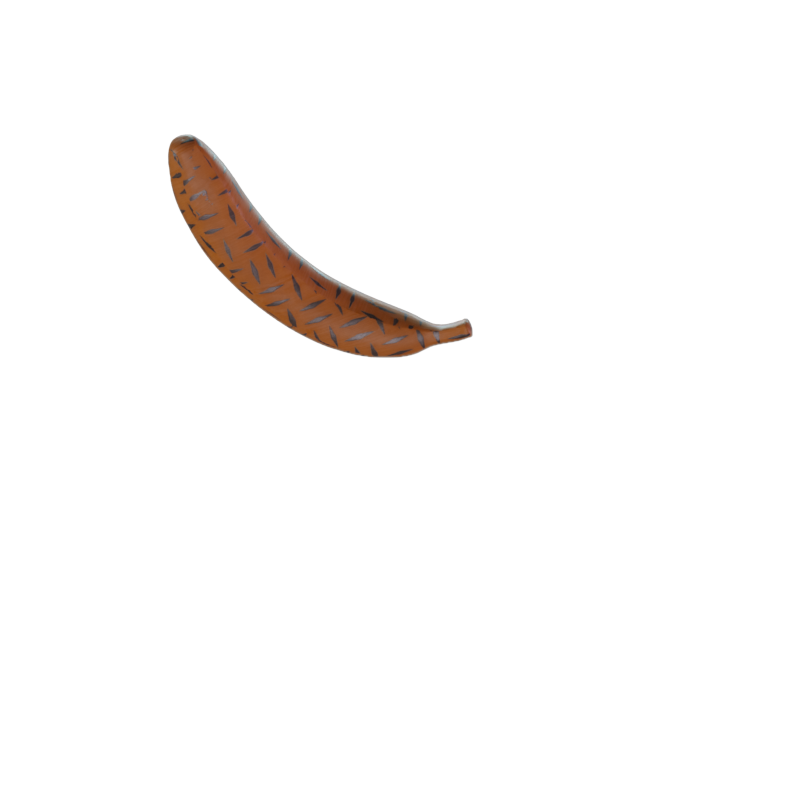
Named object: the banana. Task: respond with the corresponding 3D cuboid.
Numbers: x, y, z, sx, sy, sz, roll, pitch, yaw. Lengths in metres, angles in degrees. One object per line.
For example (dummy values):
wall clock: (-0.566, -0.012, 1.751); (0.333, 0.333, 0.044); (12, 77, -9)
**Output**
banana: (-0.056, -0.072, 0.608); (0.189, 0.068, 0.039); (31, 30, -20)
